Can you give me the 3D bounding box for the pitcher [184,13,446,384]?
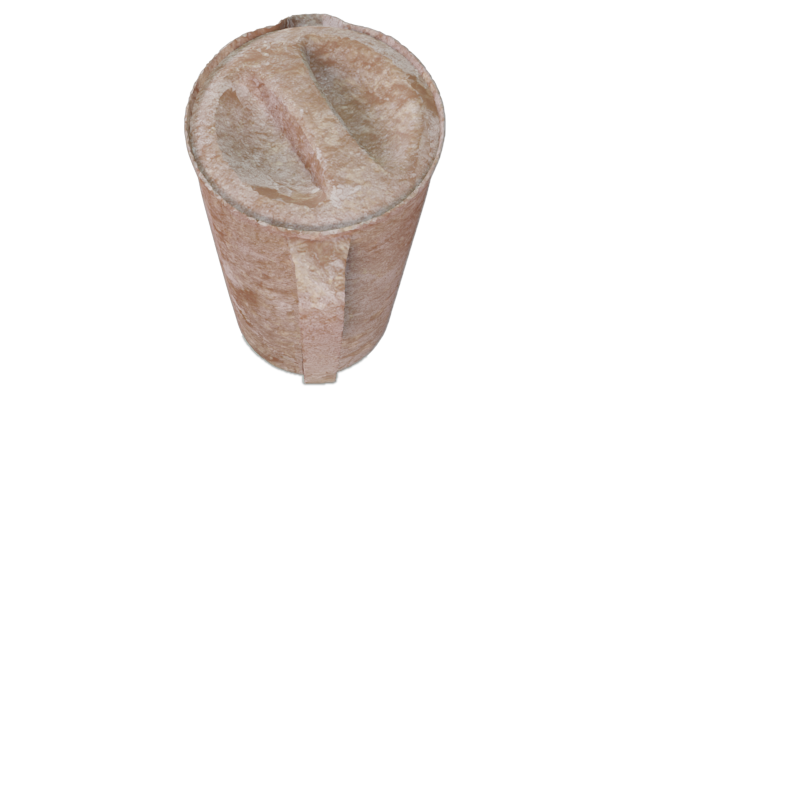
[{"bbox_3d":[-0.052,-0.094,0.660,0.151,0.151,0.230,39,-19,12],"label":"pitcher"}]
